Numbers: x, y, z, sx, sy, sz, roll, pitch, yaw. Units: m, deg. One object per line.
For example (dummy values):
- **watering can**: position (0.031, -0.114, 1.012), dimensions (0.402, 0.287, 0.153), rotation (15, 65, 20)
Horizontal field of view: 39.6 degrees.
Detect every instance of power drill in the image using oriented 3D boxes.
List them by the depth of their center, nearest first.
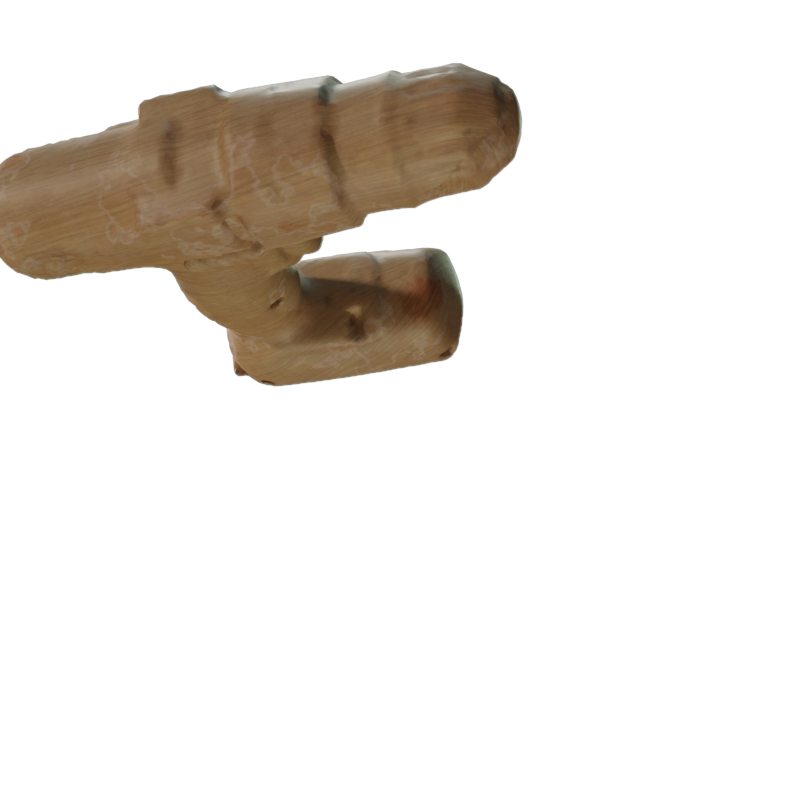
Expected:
- **power drill**: position (-0.033, -0.060, 0.423), dimensions (0.188, 0.060, 0.176), rotation (-6, -18, 17)
